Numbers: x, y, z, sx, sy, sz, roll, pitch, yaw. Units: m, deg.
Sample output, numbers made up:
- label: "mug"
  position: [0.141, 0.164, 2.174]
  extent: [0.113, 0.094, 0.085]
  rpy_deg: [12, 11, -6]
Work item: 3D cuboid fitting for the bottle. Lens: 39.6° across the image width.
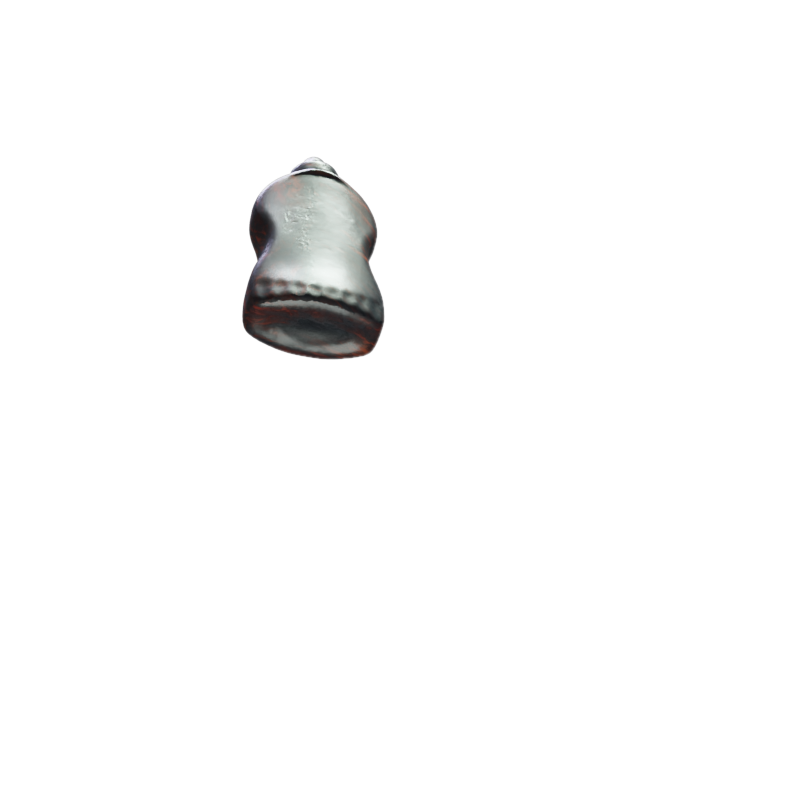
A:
- label: "bottle"
  position: [-0.064, -0.118, 0.824]
  extent: [0.094, 0.055, 0.206]
  rpy_deg: [8, 43, -11]
